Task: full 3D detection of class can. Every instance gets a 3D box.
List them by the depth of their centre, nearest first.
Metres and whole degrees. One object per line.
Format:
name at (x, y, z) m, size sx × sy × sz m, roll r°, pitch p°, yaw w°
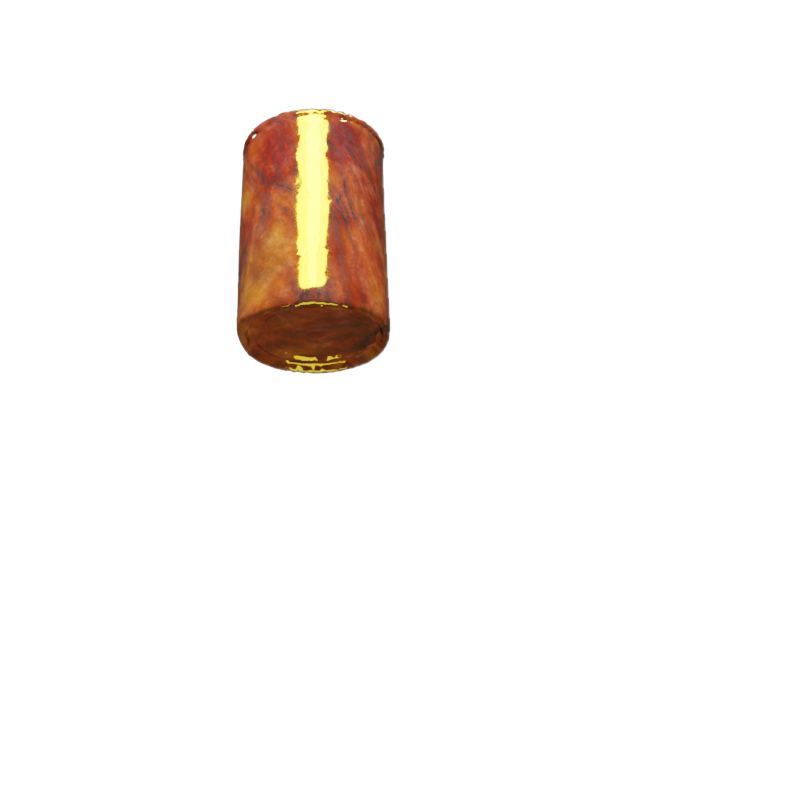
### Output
can at (-0.039, -0.072, 0.505) m, size 0.068 × 0.109 × 0.064 m, roll 0°, pitch -30°, yaw -2°
